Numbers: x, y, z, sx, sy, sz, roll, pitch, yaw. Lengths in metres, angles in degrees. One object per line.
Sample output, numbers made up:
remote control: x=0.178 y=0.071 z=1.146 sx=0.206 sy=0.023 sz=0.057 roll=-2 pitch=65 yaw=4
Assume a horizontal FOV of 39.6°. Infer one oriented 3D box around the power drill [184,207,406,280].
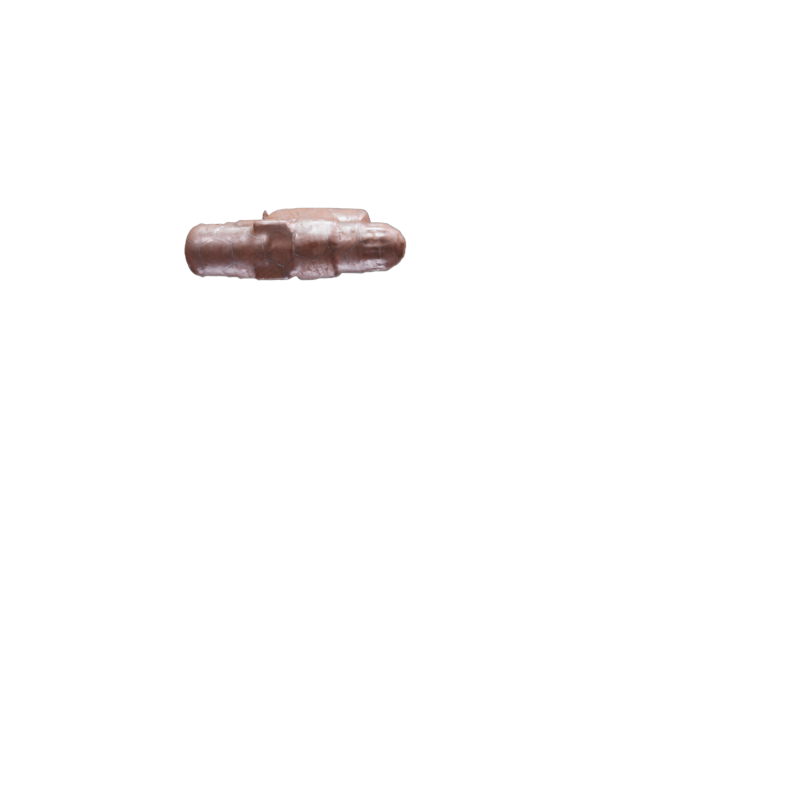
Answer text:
power drill: x=-0.076 y=-0.139 z=0.973 sx=0.187 sy=0.057 sz=0.187 roll=2 pitch=10 yaw=11
